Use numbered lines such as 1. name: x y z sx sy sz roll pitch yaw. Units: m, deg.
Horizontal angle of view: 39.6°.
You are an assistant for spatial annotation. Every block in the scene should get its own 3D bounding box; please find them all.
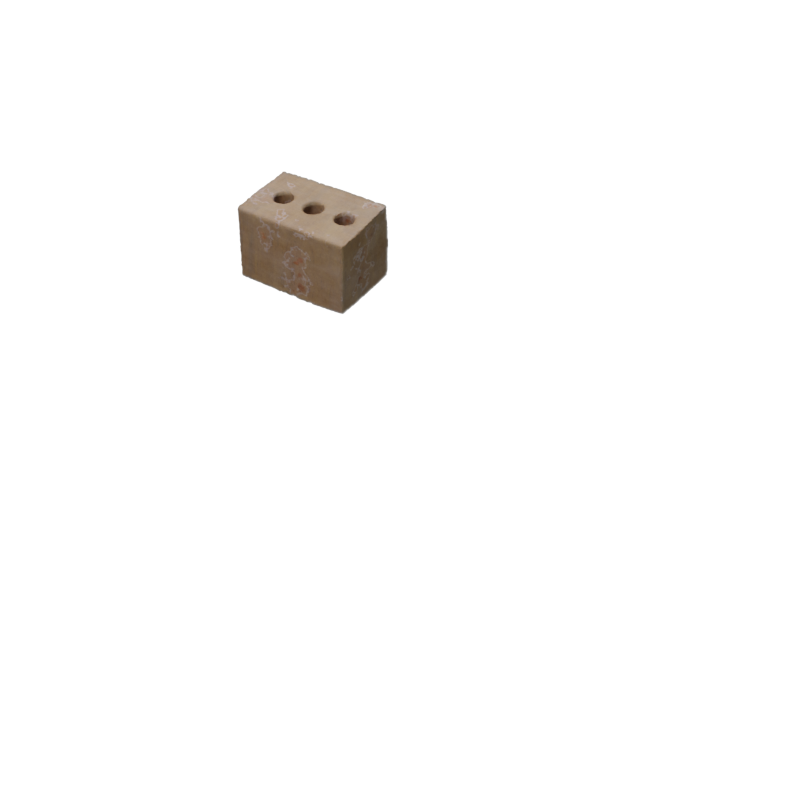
1. block: -0.053 -0.097 0.678 0.082 0.048 0.054 22 42 24
